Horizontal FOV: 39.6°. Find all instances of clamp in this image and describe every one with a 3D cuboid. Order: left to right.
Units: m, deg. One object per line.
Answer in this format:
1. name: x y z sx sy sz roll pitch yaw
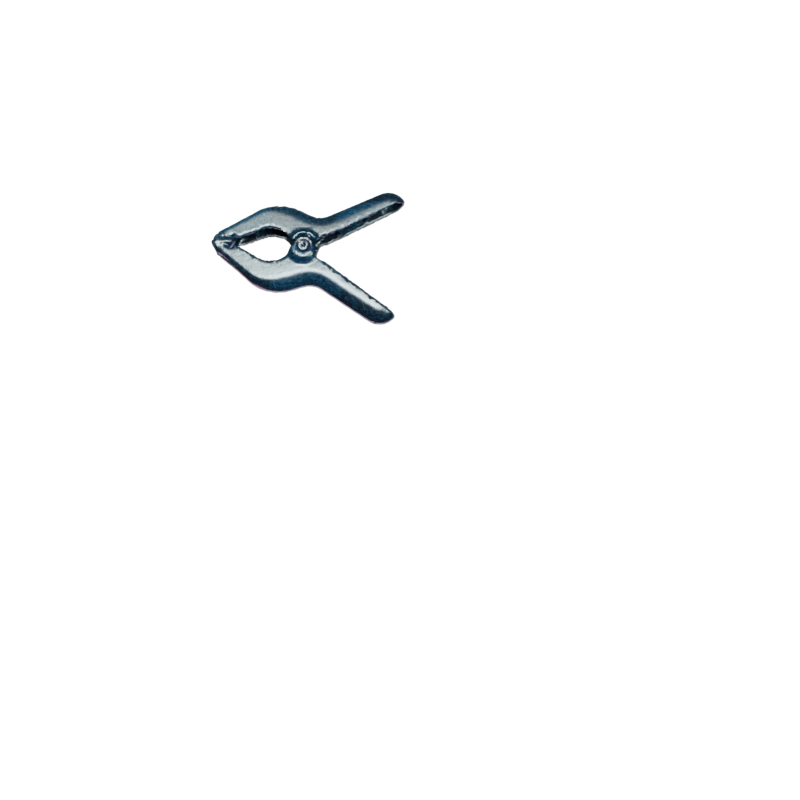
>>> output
1. clamp: -0.077 -0.140 0.981 0.173 0.125 0.037 13 -24 6
